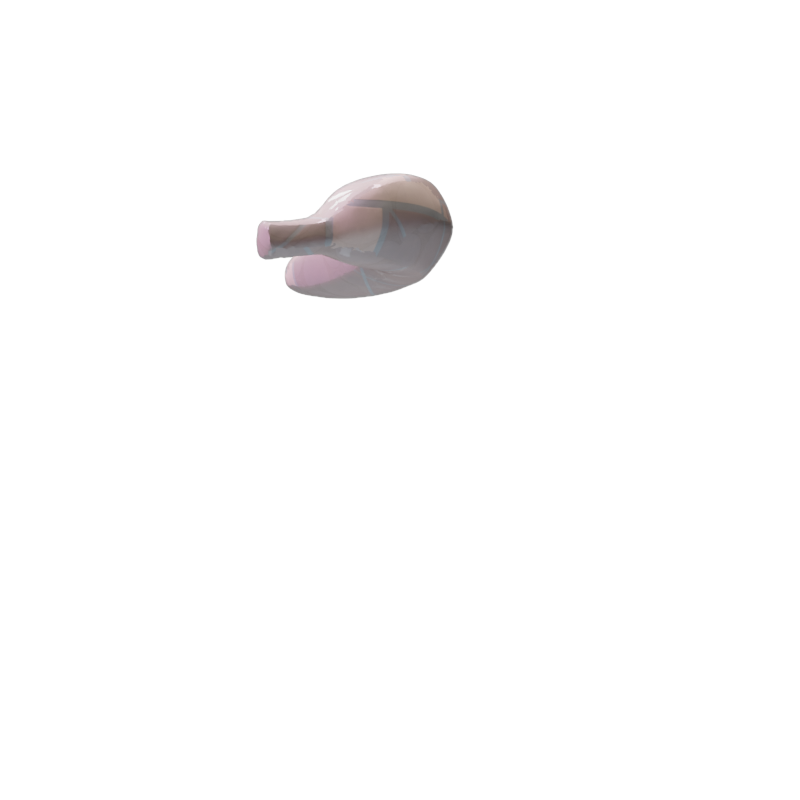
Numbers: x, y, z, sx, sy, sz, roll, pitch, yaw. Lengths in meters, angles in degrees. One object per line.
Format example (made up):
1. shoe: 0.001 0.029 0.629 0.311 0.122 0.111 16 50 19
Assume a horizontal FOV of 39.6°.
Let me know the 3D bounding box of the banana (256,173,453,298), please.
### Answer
1. banana: -0.016 -0.064 0.441 0.069 0.037 0.196 0 0 -2
